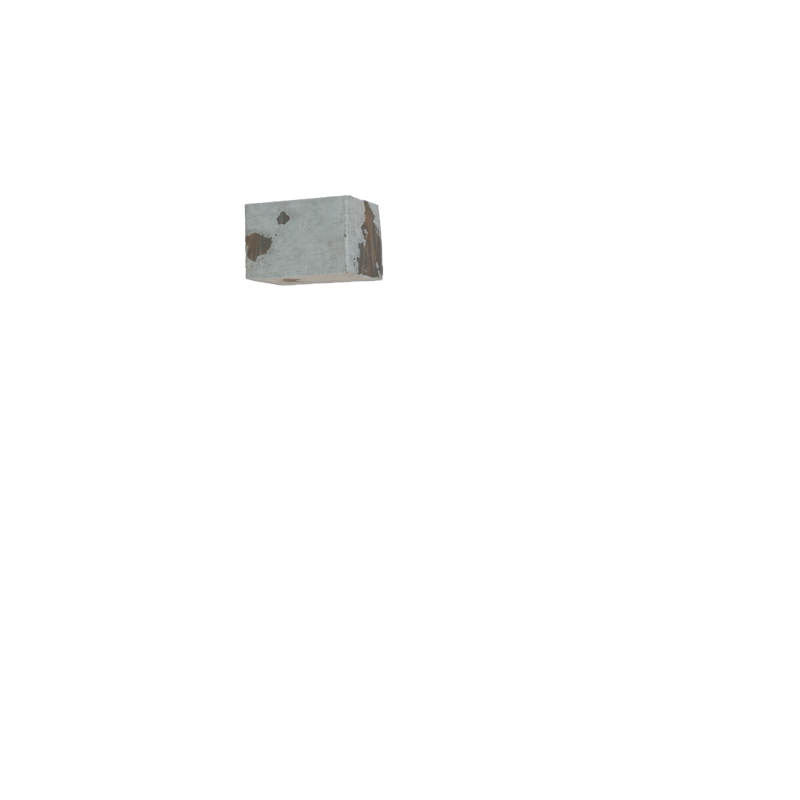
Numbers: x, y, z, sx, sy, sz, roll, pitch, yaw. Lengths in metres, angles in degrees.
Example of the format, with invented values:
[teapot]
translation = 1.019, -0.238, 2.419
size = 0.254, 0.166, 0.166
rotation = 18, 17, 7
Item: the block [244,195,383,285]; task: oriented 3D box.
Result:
[block]
translation = -0.057, -0.104, 0.729
size = 0.080, 0.052, 0.051
rotation = -1, -3, 25
